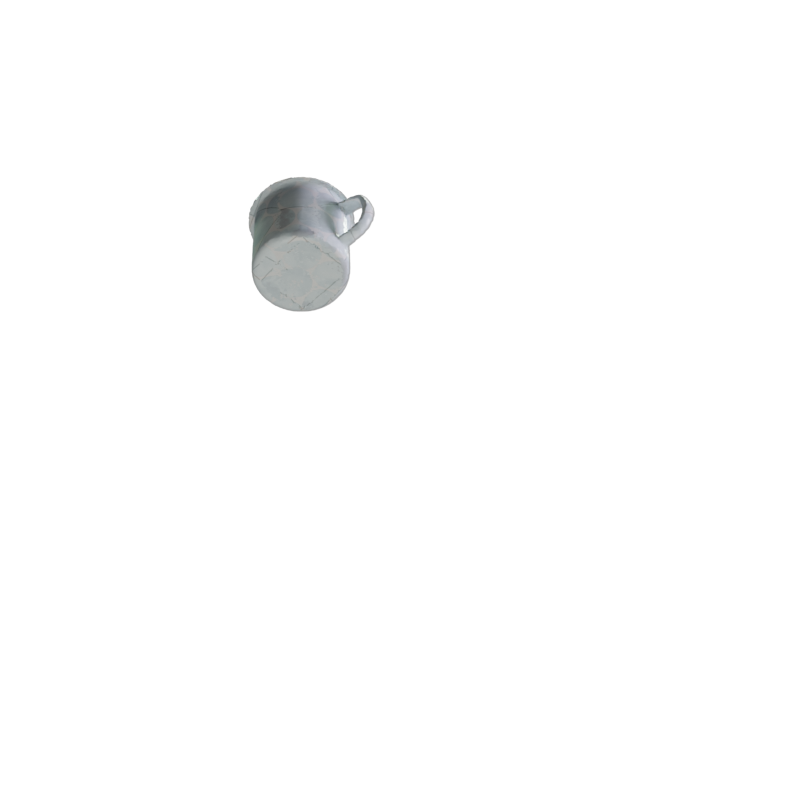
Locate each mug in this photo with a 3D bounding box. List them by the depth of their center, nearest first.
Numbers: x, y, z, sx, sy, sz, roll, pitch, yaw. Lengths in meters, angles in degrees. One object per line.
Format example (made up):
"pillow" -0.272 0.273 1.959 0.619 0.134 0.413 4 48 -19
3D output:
"mug" -0.073 -0.133 0.934 0.117 0.087 0.087 -24 35 16
